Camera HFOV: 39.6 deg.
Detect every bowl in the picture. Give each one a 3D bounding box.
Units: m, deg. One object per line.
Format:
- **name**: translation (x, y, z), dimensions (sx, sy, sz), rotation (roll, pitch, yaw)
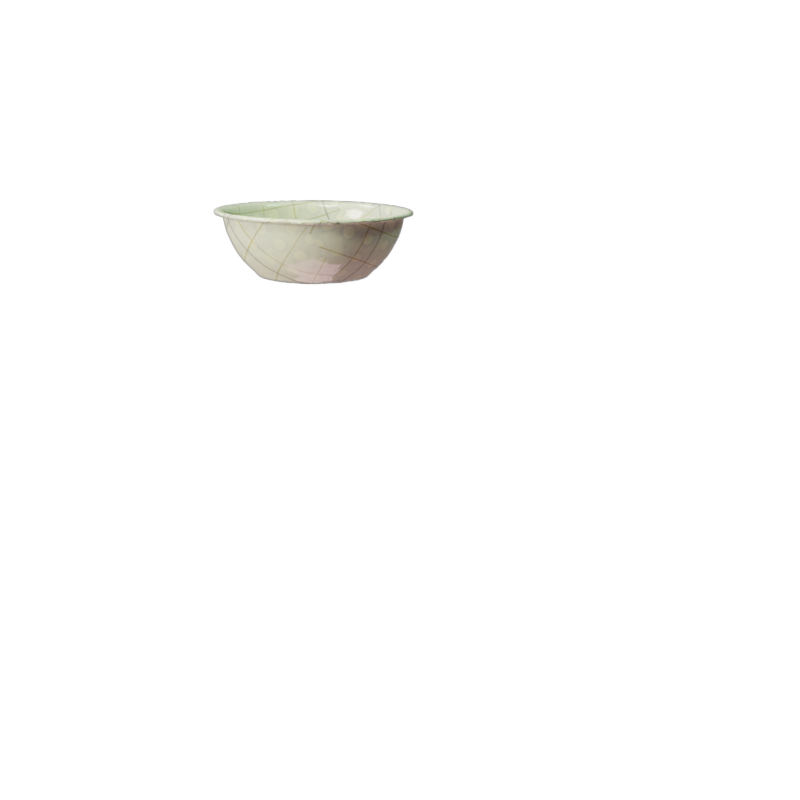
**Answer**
- **bowl**: translation (-0.071, -0.129, 0.901), dimensions (0.162, 0.054, 0.167), rotation (0, 15, -2)
